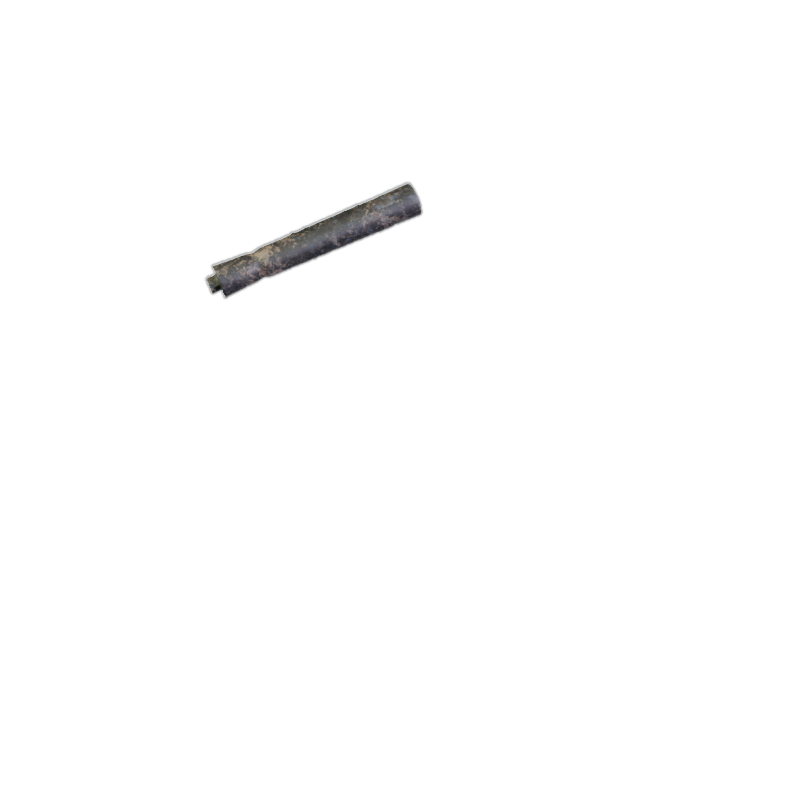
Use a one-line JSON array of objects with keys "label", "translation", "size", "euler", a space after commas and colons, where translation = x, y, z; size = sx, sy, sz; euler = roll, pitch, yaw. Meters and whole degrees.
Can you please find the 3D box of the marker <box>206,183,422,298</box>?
[{"label": "marker", "translation": [-0.046, -0.085, 0.593], "size": [0.121, 0.019, 0.020], "euler": [-24, 8, -7]}]
